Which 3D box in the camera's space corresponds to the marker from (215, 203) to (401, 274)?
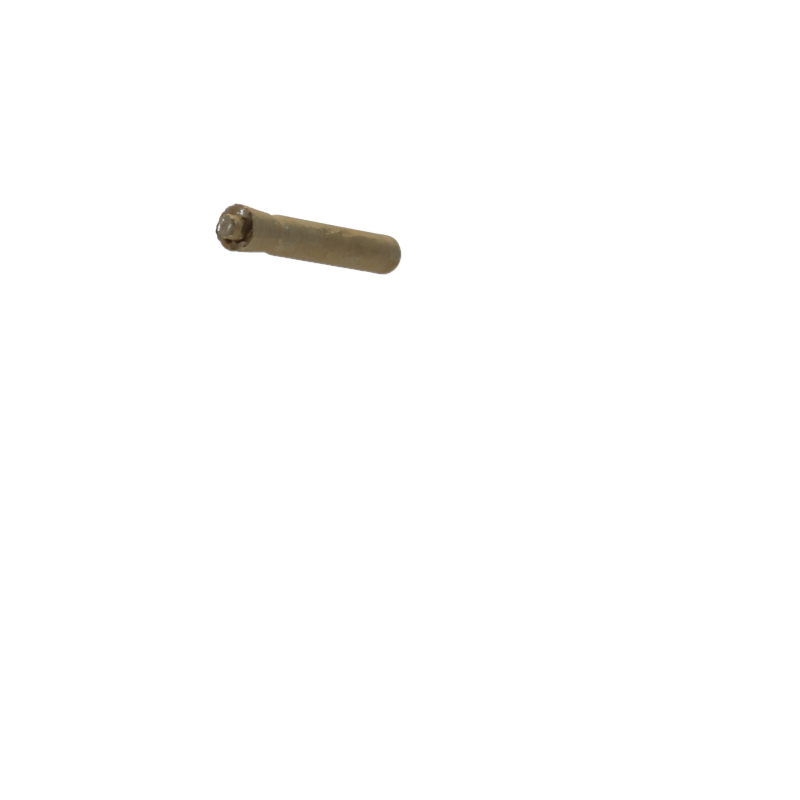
[{"bbox_3d":[-0.037,-0.068,0.473,0.020,0.020,0.116,3,2,31],"label":"marker"}]
